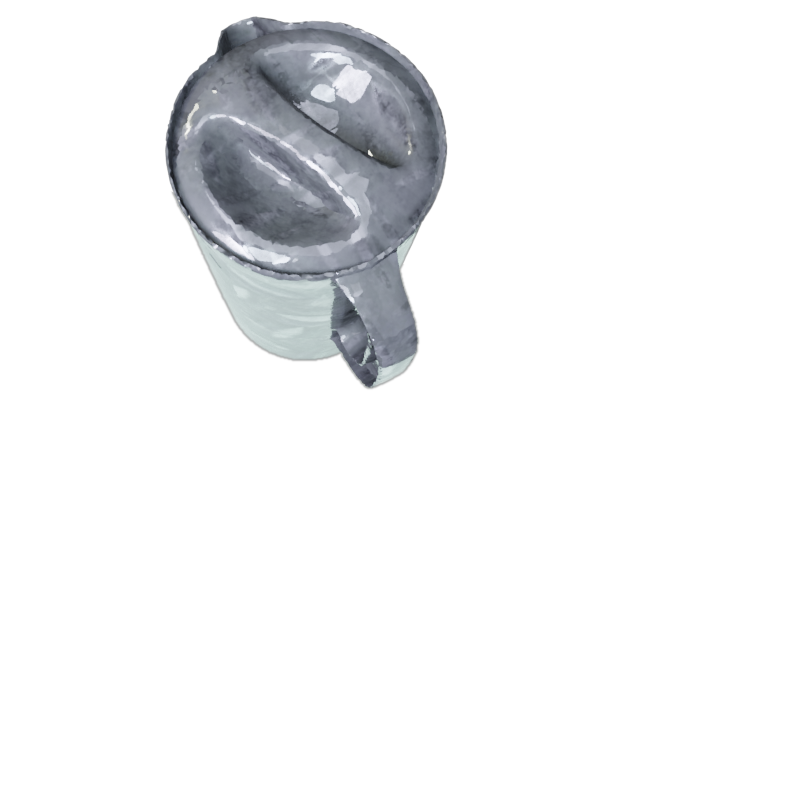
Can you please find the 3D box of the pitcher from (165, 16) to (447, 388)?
[{"bbox_3d":[-0.049,-0.089,0.626,0.146,0.154,0.235,18,-14,1],"label":"pitcher"}]
